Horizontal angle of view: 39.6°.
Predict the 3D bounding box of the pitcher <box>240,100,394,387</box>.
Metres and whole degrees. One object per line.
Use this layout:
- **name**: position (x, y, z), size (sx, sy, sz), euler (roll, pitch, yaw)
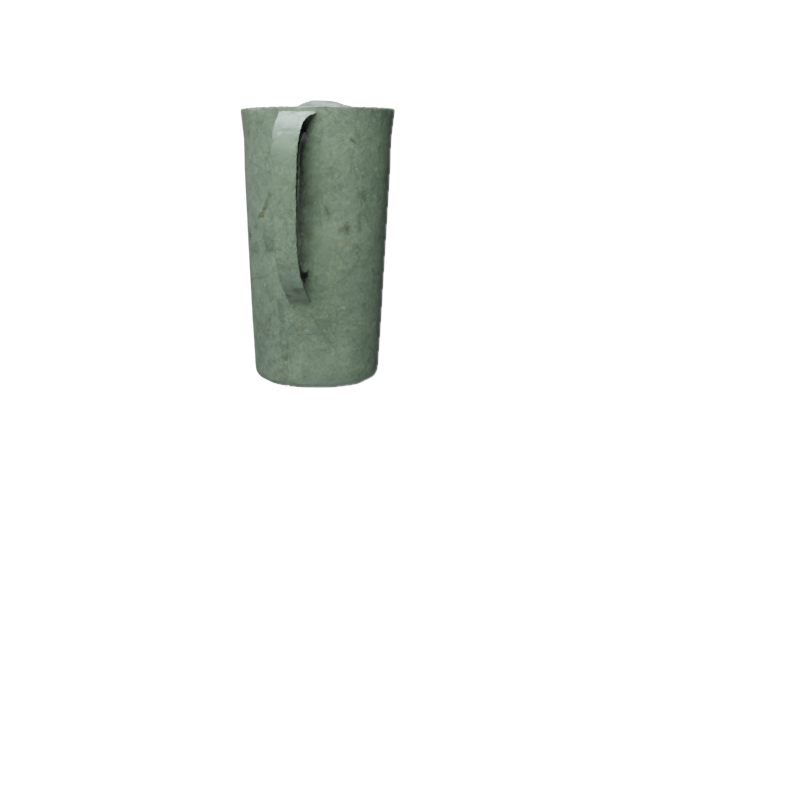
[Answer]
- **pitcher**: position (-0.075, -0.137, 0.959), size (0.144, 0.240, 0.151), euler (-4, 7, -34)
